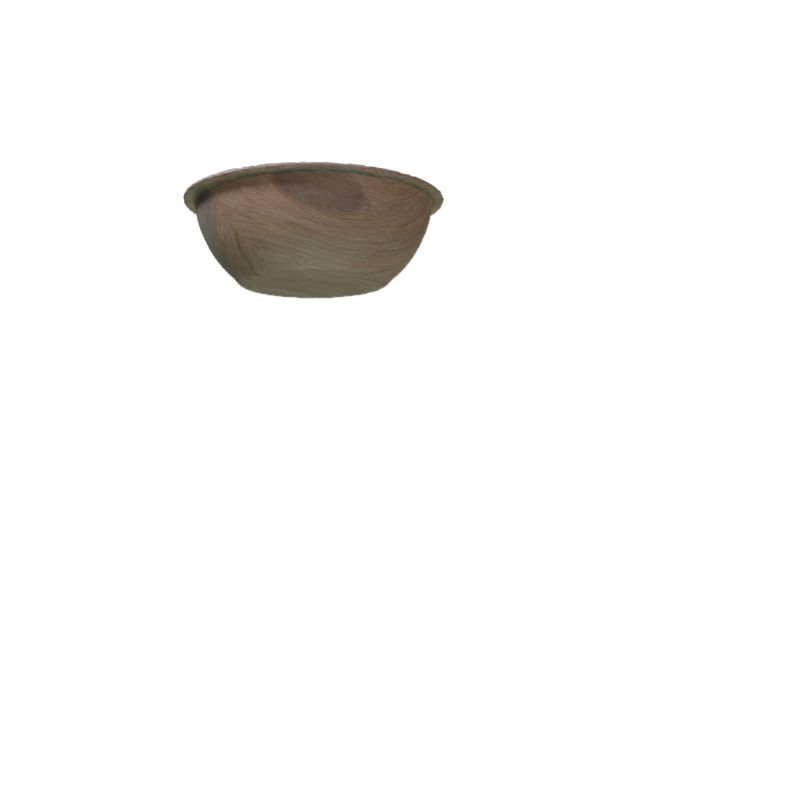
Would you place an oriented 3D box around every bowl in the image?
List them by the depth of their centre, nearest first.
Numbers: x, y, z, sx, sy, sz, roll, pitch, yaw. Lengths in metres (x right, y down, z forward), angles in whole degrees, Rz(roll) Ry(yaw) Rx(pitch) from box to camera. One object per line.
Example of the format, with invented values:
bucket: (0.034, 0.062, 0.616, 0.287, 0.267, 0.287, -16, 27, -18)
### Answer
bowl: (-0.053, -0.098, 0.683, 0.162, 0.056, 0.158, 0, -7, -2)
